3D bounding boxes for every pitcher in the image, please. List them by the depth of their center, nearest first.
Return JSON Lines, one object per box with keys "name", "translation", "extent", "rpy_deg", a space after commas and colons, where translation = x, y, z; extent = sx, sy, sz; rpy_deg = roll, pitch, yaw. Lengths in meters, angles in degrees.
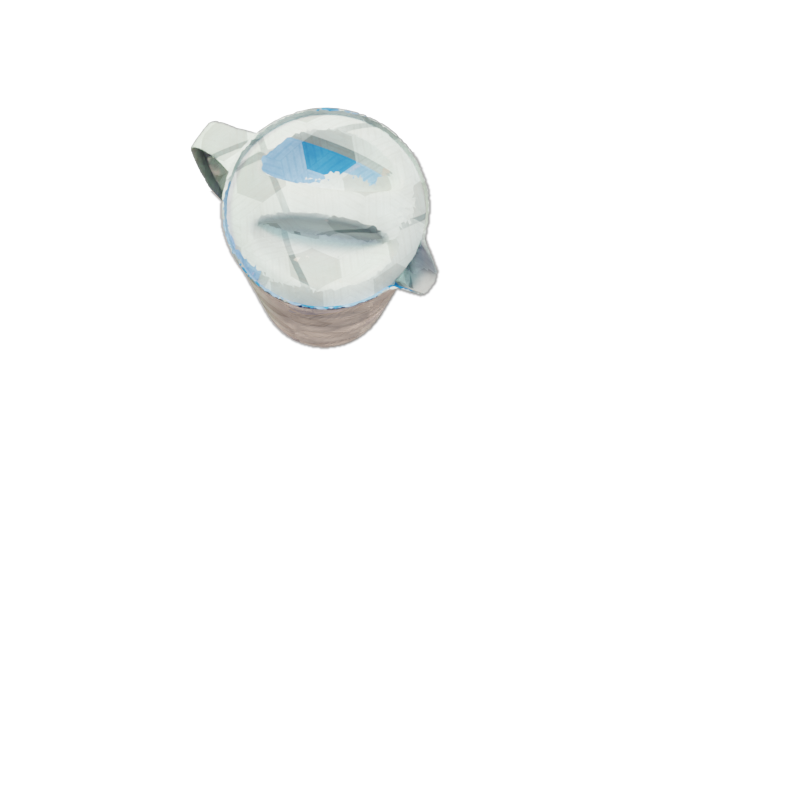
{"name": "pitcher", "translation": [-0.064, -0.116, 0.812], "extent": [0.144, 0.154, 0.237], "rpy_deg": [-11, -8, -5]}
